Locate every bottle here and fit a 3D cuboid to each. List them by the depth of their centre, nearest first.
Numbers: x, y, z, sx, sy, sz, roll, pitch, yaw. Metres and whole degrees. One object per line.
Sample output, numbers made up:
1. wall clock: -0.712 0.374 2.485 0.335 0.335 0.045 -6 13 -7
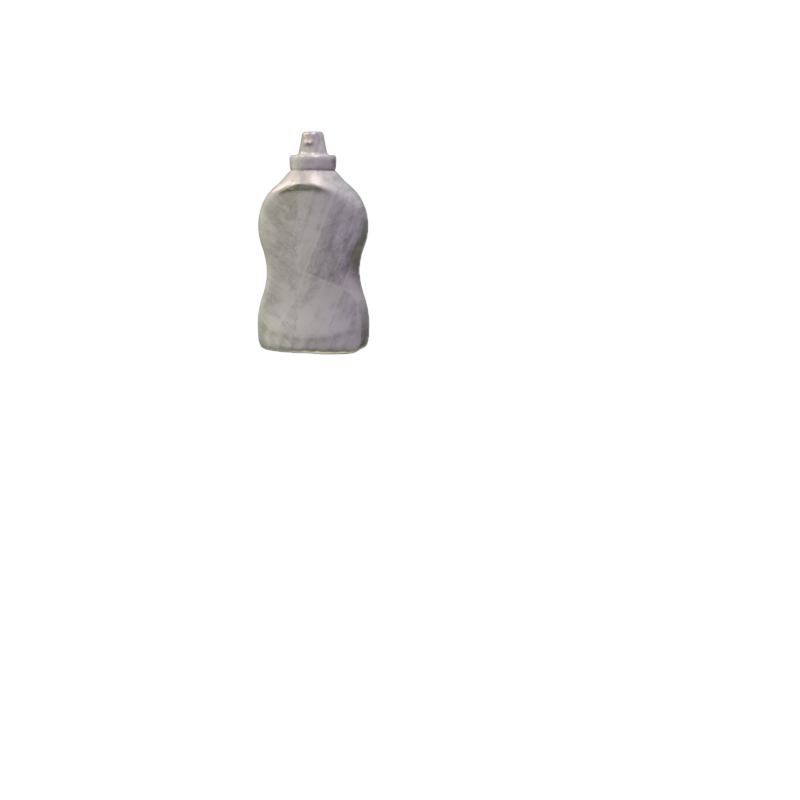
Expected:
1. bottle: -0.076 -0.139 0.971 0.098 0.190 0.057 2 4 18
